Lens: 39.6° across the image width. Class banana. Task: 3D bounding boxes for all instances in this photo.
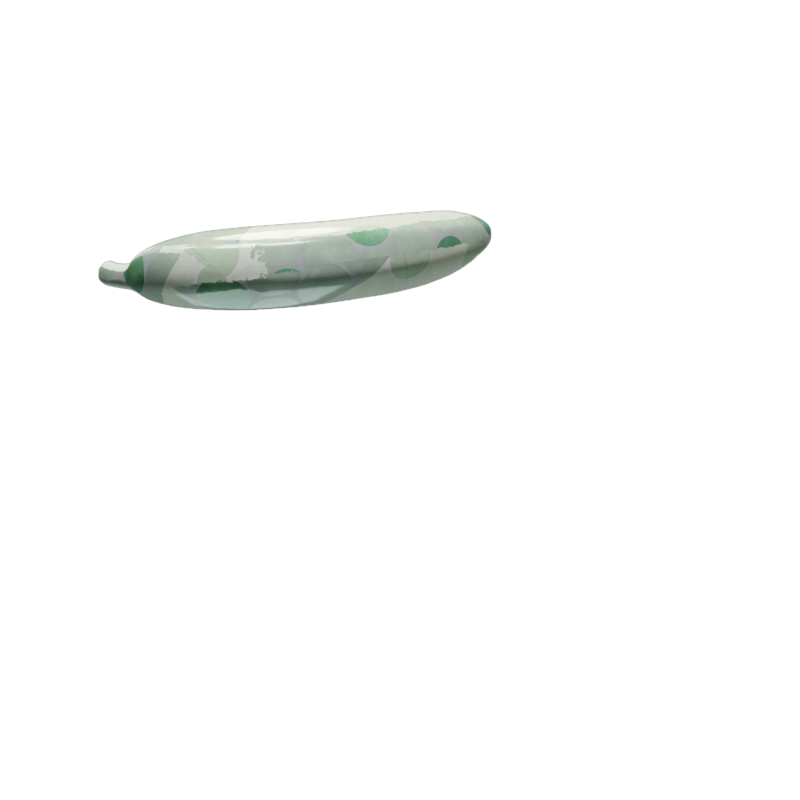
[{"bbox_3d":[-0.040,-0.069,0.520,0.195,0.035,0.074,-6,24,-14],"label":"banana"}]
